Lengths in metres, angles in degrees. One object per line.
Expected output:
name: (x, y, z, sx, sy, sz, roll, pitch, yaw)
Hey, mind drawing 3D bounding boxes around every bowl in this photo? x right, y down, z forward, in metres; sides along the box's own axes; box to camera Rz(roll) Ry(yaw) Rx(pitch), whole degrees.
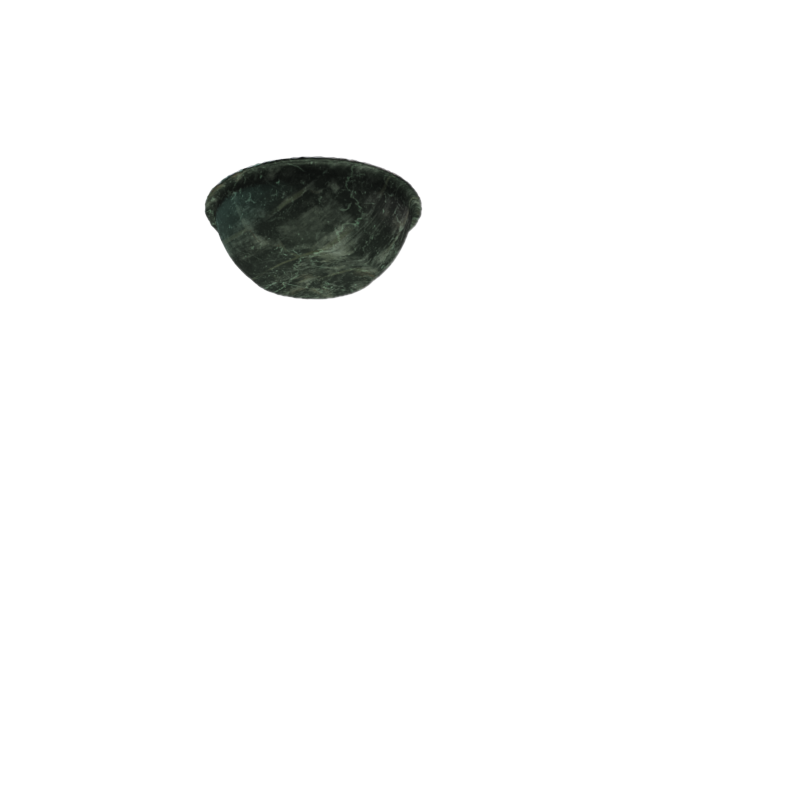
bowl: (-0.064, -0.116, 0.815, 0.162, 0.058, 0.154, 1, -20, -2)
